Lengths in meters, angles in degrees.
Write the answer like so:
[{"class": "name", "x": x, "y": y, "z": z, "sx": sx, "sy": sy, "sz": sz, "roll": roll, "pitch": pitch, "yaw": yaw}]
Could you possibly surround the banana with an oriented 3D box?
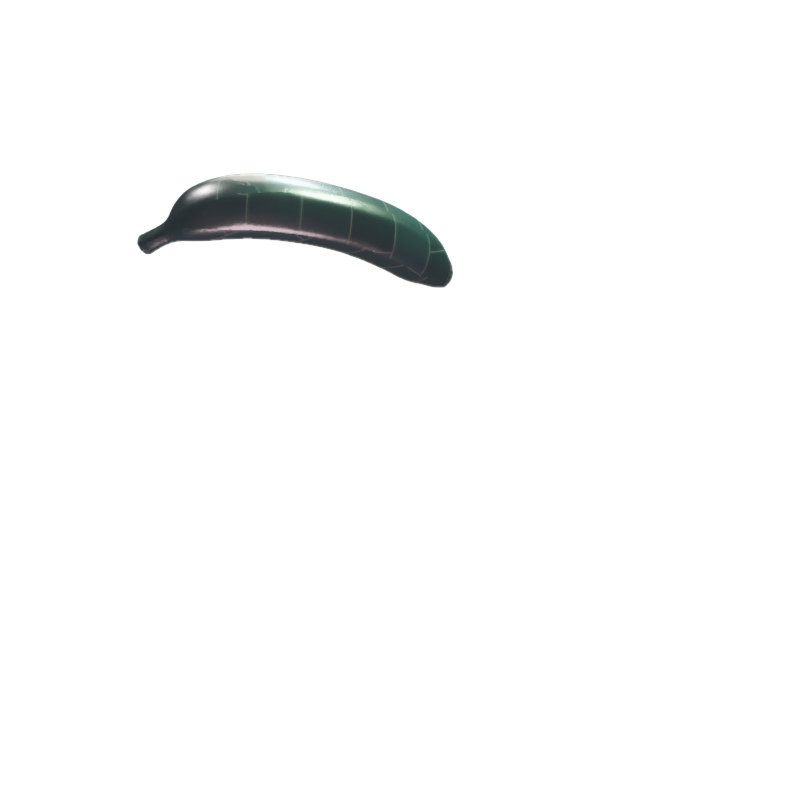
[{"class": "banana", "x": -0.047, "y": -0.099, "z": 0.641, "sx": 0.192, "sy": 0.039, "sz": 0.068, "roll": 7, "pitch": -20, "yaw": -20}]
